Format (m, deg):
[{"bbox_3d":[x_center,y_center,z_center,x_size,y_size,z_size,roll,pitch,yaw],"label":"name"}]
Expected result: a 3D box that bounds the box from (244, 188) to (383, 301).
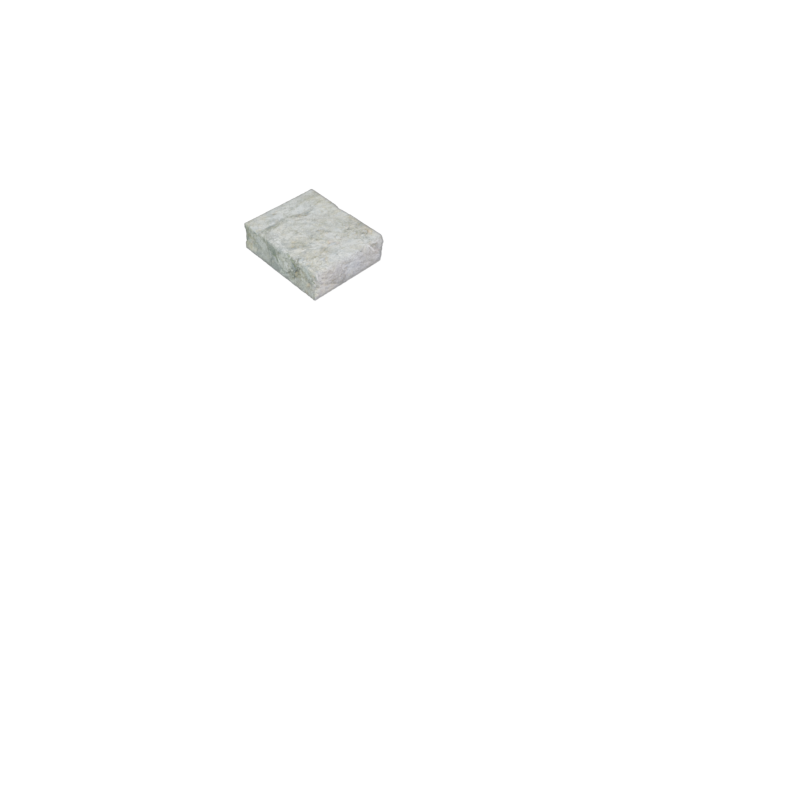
[{"bbox_3d":[-0.070,-0.127,0.893,0.073,0.028,0.095,-32,52,-30],"label":"box"}]
